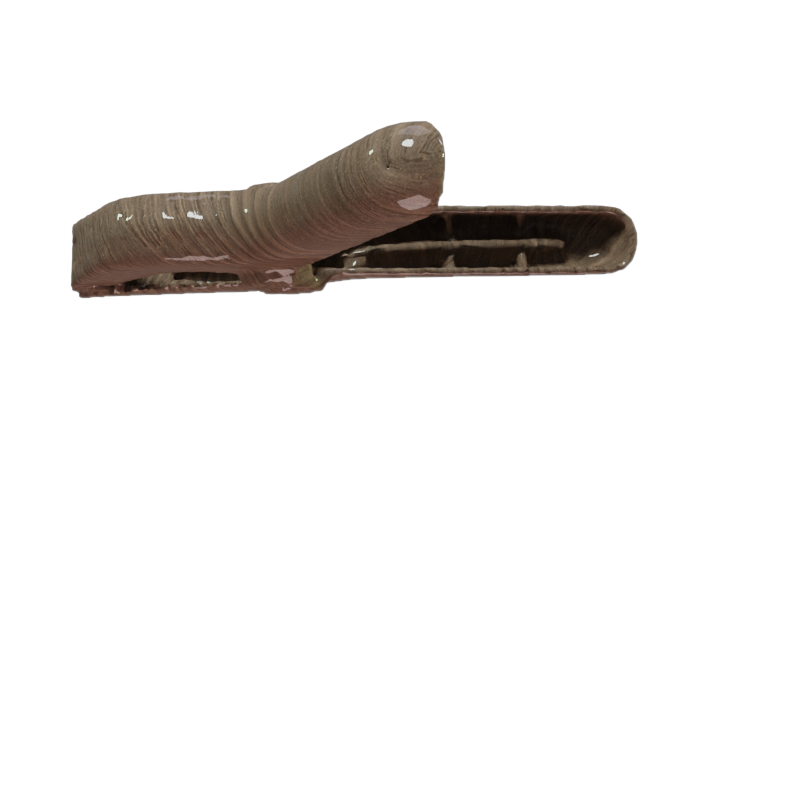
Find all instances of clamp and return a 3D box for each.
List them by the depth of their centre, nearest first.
[{"bbox_3d":[-0.031,-0.056,0.395,0.217,0.037,0.157,-2,-3,38],"label":"clamp"}]
